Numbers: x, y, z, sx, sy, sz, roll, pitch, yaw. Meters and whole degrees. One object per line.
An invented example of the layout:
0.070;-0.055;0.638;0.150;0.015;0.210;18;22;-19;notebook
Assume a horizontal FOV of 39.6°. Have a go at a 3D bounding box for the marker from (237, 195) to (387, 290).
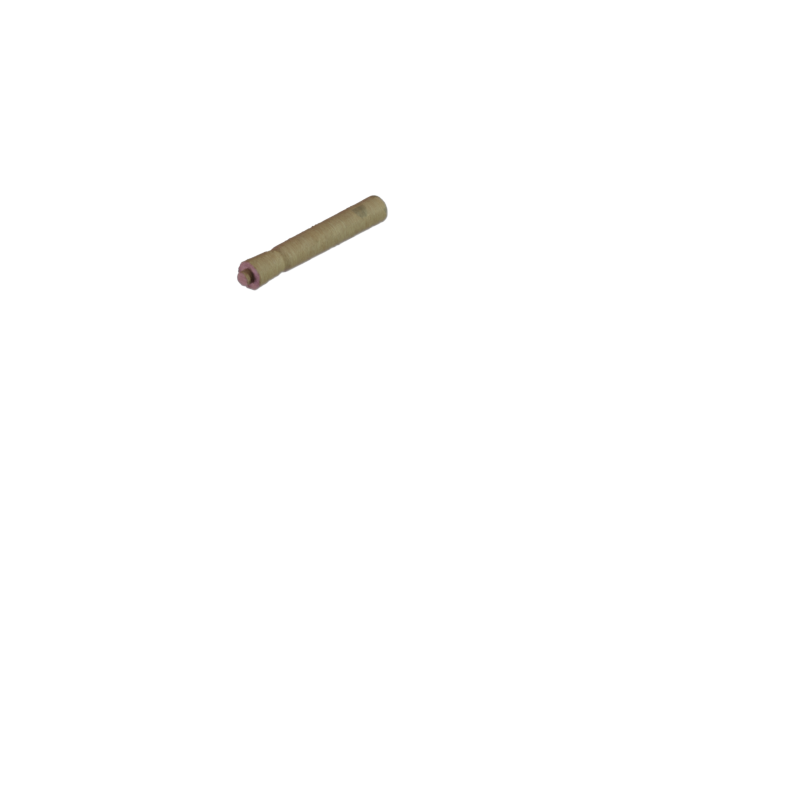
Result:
-0.054;-0.098;0.685;0.021;0.019;0.121;4;29;45;marker
